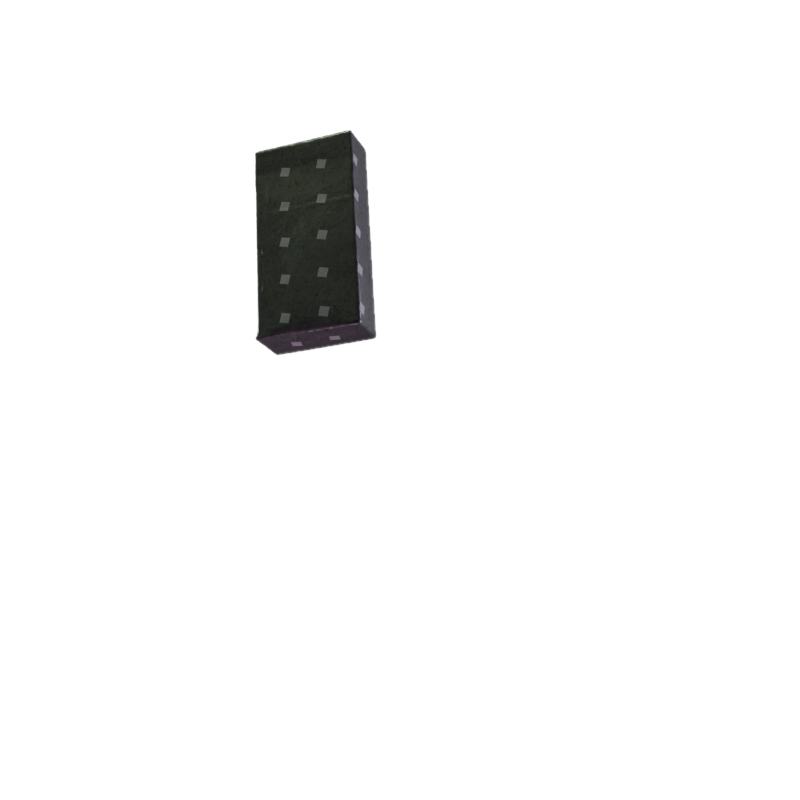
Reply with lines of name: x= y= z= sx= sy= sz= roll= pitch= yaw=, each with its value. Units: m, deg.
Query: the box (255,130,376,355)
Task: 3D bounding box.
box: x=-0.072 y=-0.133 z=0.929 sx=0.095 sy=0.186 sz=0.045 roll=-10 pitch=-26 yaw=19
